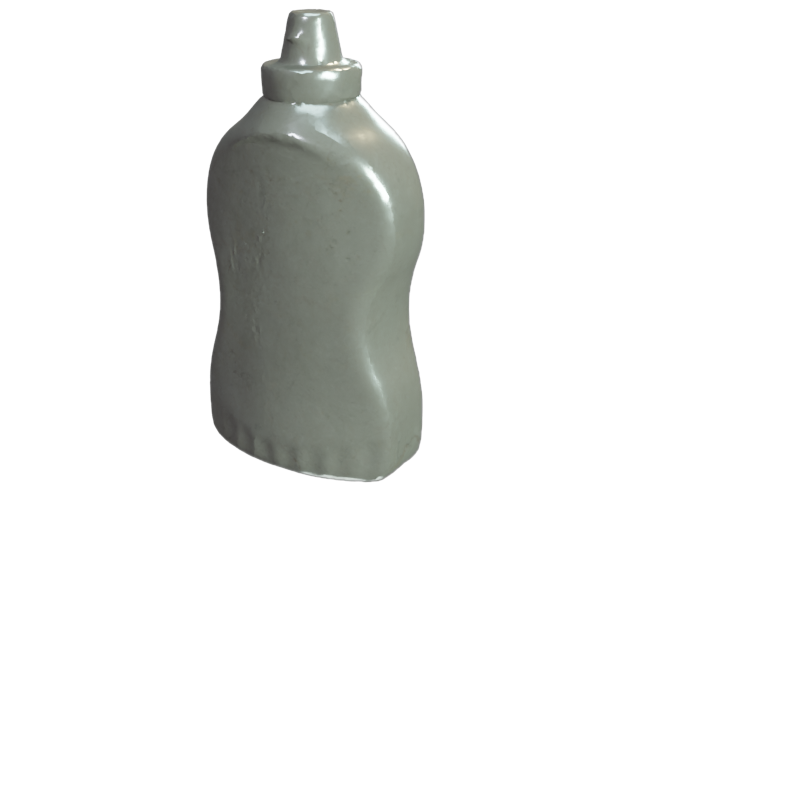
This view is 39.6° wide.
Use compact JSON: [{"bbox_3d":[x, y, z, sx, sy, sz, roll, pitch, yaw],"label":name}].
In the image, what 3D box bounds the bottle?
[{"bbox_3d":[-0.037,-0.067,0.467,0.101,0.184,0.058,13,22,32],"label":"bottle"}]
